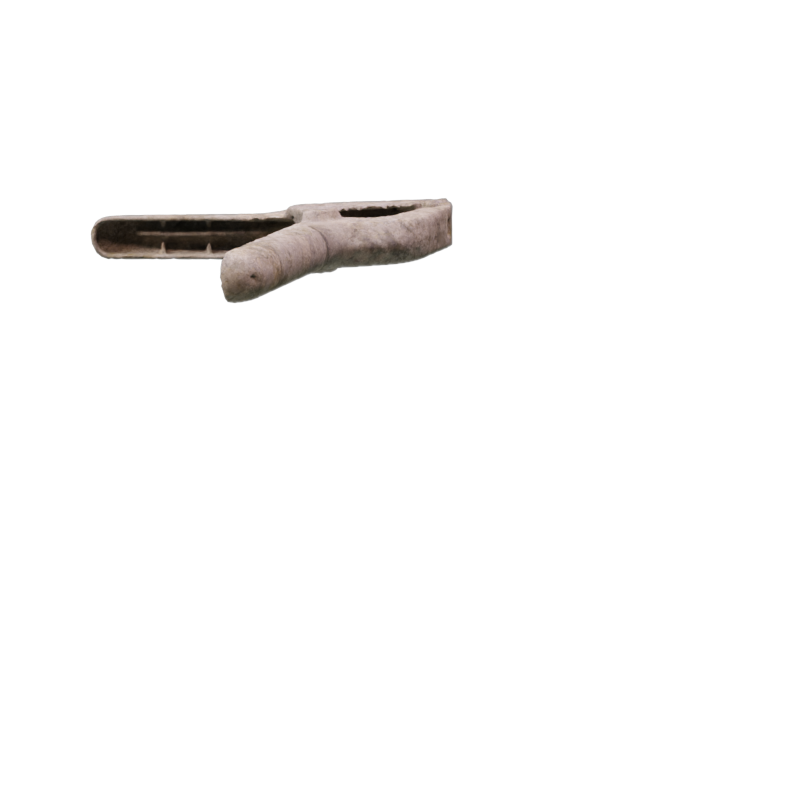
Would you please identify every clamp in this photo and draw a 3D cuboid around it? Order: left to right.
[{"bbox_3d":[-0.048,-0.088,0.616,0.205,0.035,0.174,-10,20,-28],"label":"clamp"}]
